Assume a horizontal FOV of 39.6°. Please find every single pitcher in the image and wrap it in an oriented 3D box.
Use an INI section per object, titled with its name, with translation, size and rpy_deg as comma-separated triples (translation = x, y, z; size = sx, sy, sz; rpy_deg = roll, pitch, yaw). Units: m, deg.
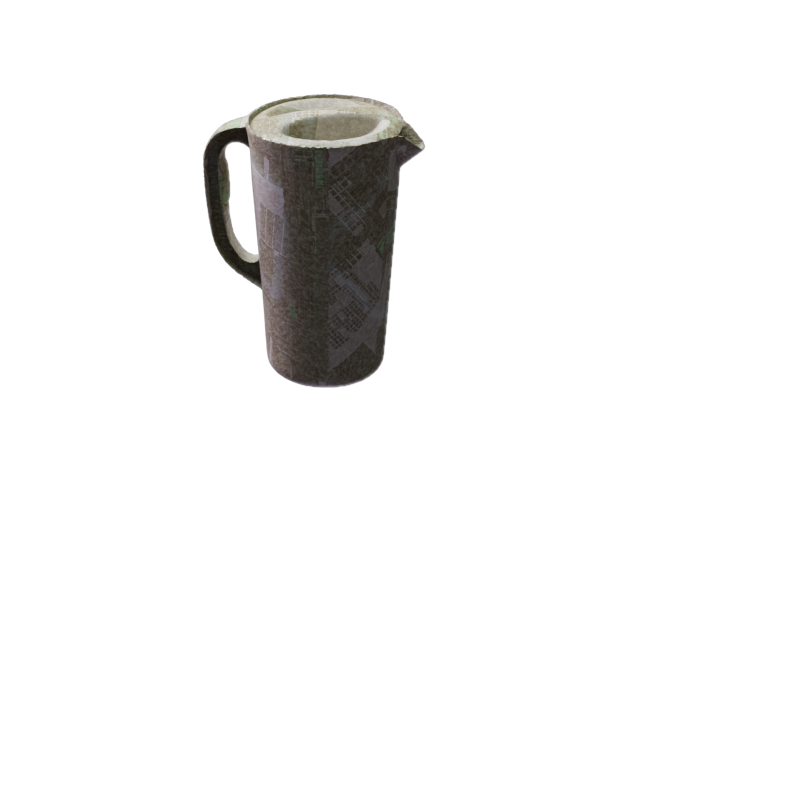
[pitcher]
translation = -0.076, -0.139, 0.972
size = 0.143, 0.229, 0.160
rpy_deg = -19, 34, -33
